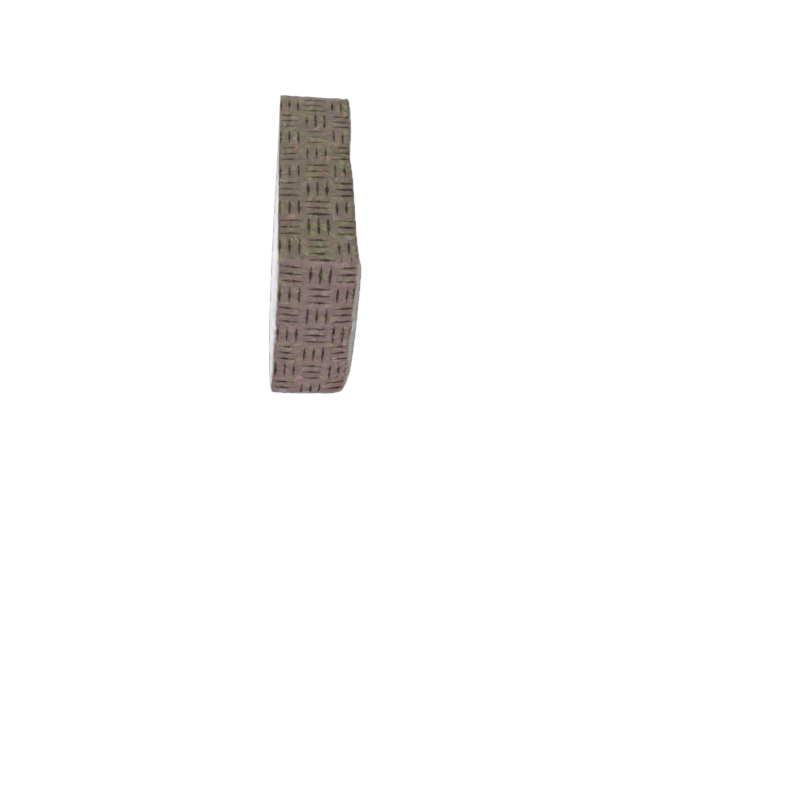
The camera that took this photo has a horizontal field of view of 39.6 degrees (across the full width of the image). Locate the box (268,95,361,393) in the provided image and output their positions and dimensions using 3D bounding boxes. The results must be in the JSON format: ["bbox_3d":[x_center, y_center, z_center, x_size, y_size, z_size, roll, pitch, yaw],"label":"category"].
[{"bbox_3d":[-0.076,-0.138,0.969,0.071,0.230,0.153,2,-43,-6],"label":"box"}]
